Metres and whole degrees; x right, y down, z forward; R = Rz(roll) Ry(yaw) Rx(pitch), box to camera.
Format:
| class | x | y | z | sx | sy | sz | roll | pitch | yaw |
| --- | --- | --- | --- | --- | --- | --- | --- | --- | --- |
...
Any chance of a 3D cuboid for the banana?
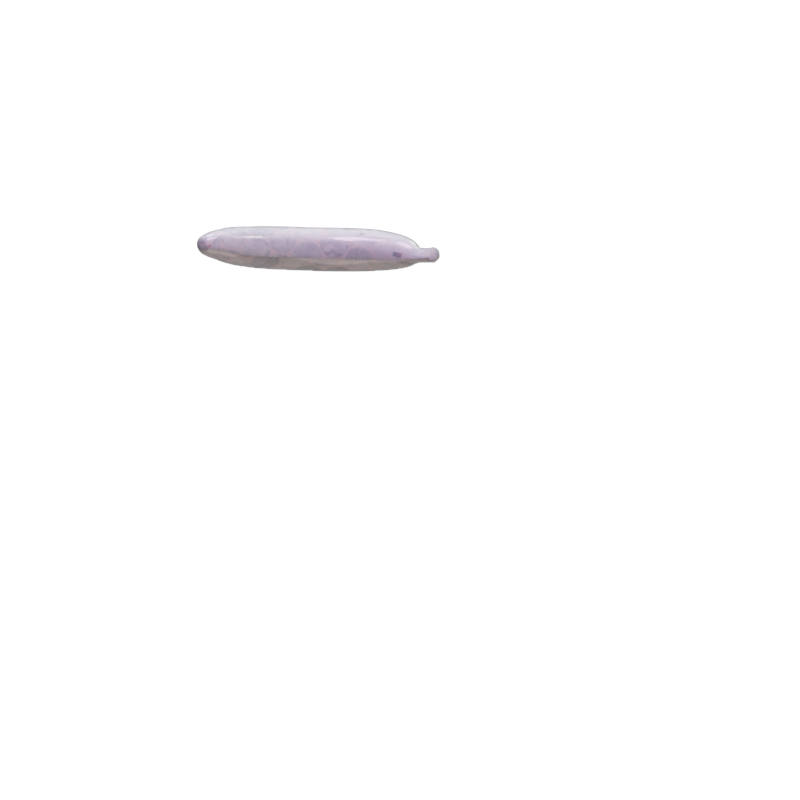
| class | x | y | z | sx | sy | sz | roll | pitch | yaw |
| --- | --- | --- | --- | --- | --- | --- | --- | --- | --- |
| banana | -0.070 | -0.129 | 0.932 | 0.197 | 0.038 | 0.069 | 0 | -5 | -4 |
